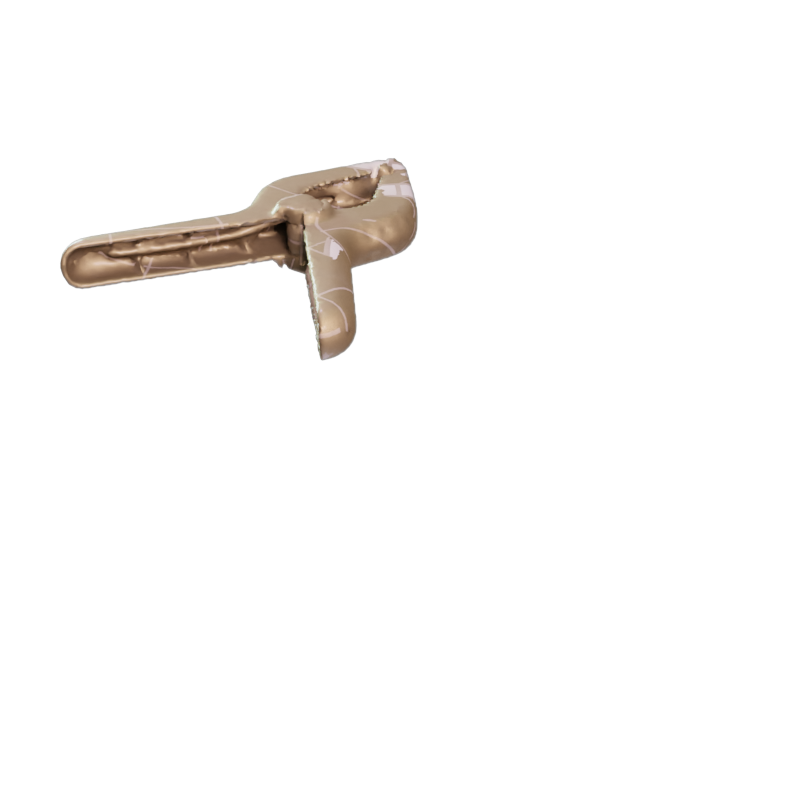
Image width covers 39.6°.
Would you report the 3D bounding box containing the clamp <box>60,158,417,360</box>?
[{"bbox_3d":[-0.045,-0.082,0.576,0.174,0.034,0.210,20,35,32],"label":"clamp"}]
